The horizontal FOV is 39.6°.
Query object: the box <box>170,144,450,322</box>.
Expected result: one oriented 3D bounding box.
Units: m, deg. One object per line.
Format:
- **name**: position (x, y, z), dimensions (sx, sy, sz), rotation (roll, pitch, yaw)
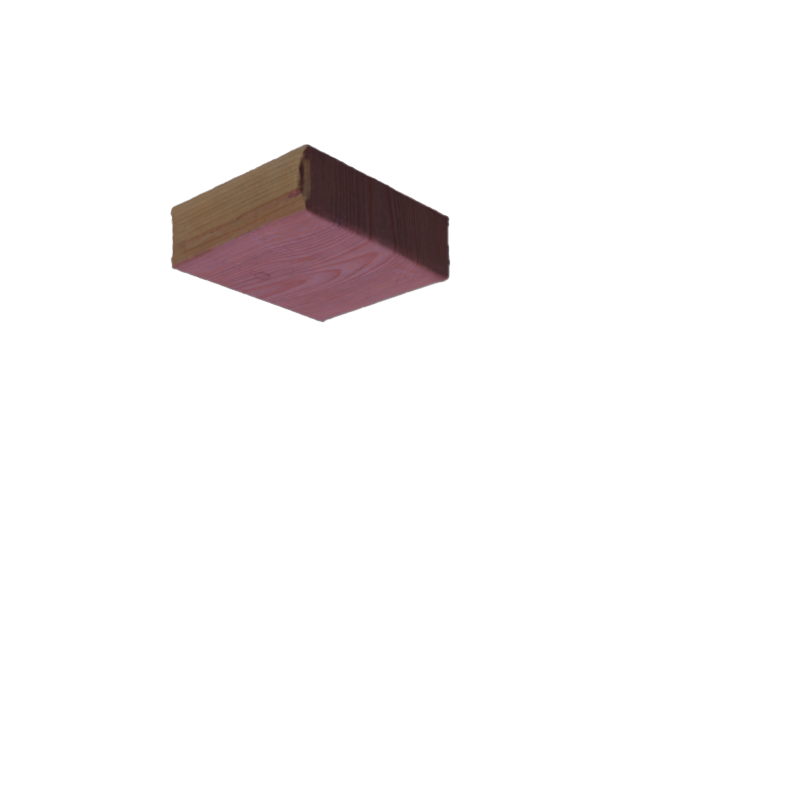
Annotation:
- **box**: position (-0.043, -0.078, 0.544), dimensions (0.091, 0.041, 0.106), rotation (-16, -24, 37)
